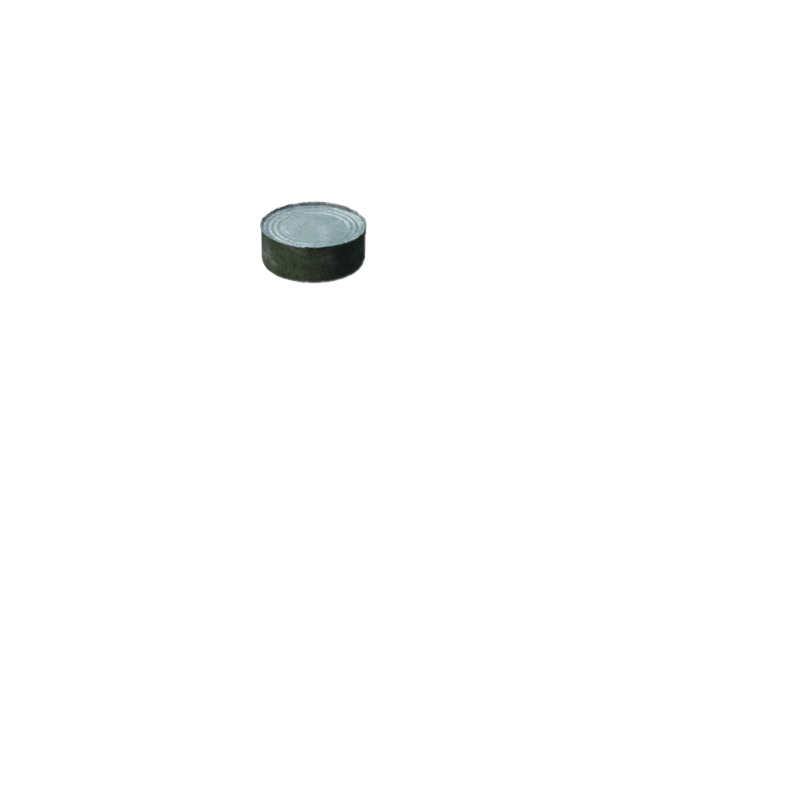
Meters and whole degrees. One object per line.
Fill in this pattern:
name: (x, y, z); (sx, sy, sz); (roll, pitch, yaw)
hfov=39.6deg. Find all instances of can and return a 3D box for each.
can: (-0.070, -0.128, 0.897); (0.086, 0.032, 0.091); (-1, 32, -2)
